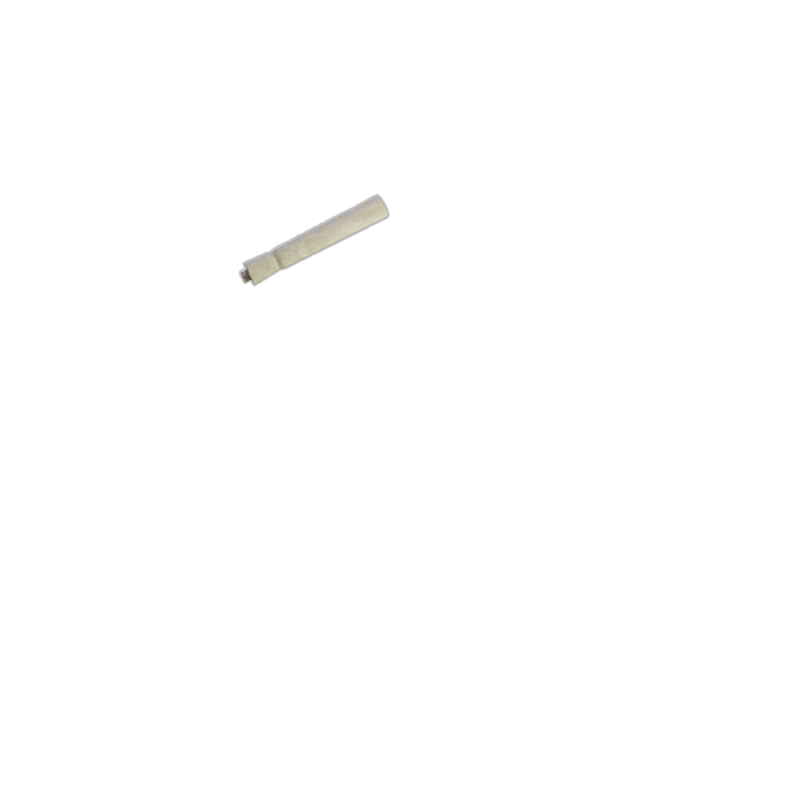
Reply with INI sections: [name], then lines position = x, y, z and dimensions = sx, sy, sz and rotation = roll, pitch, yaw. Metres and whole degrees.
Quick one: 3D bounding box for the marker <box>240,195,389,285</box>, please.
[marker]
position = -0.066, -0.120, 0.841
dimensions = 0.121, 0.019, 0.020
rotation = -28, 7, -5
